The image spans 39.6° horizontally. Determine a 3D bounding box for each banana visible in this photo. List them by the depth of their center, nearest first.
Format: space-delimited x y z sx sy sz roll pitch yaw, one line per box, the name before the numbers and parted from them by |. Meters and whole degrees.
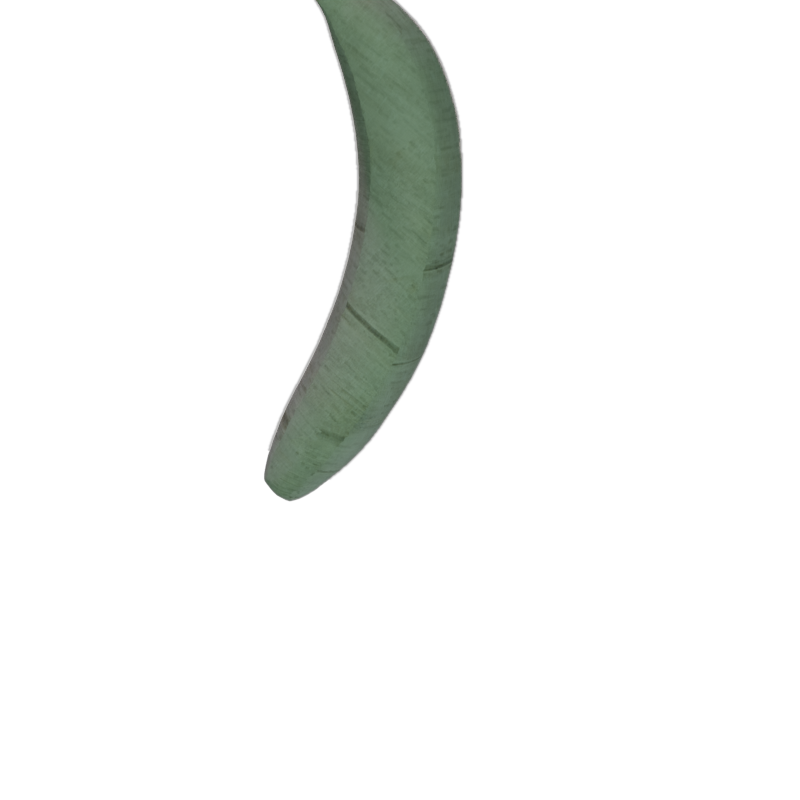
banana | -0.013 -0.061 0.401 0.069 0.195 0.037 2 7 -1
